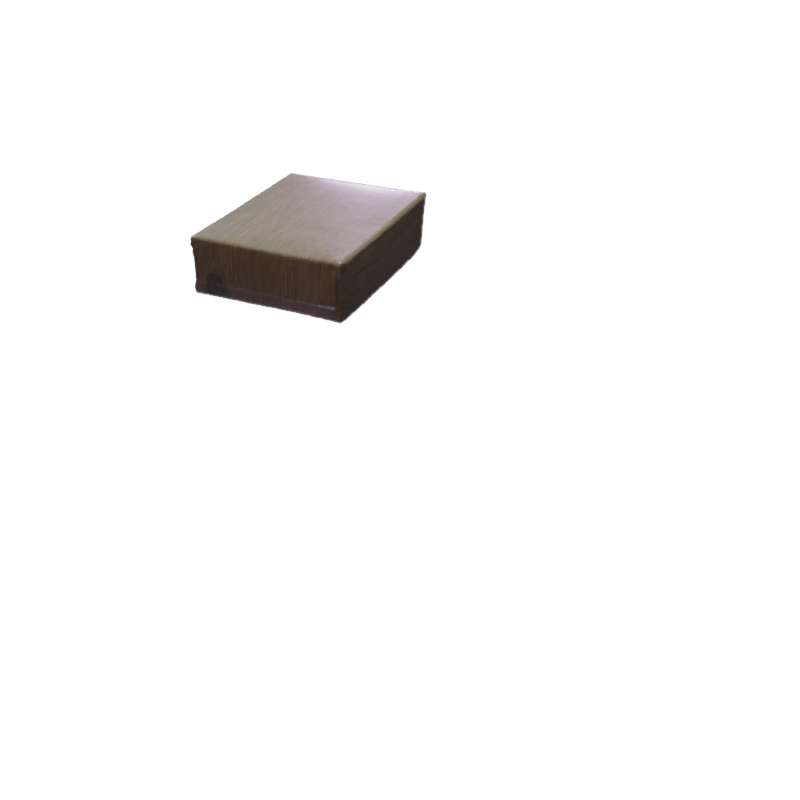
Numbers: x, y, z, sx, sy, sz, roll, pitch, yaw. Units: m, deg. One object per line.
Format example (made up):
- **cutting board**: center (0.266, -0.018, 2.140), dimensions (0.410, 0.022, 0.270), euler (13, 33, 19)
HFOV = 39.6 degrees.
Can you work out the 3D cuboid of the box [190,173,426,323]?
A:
- **box**: center (-0.048, -0.087, 0.611), dimensions (0.093, 0.037, 0.115), euler (12, 30, 22)
